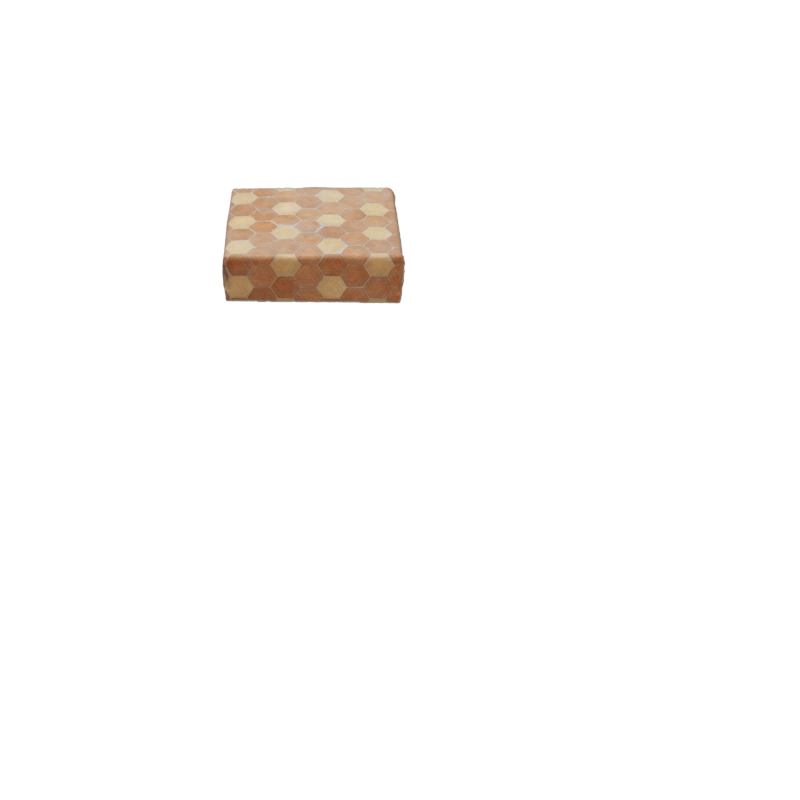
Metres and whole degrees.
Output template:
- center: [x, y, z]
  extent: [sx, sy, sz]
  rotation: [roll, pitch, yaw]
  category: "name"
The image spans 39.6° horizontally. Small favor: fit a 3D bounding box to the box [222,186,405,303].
- center: [-0.044, -0.081, 0.568]
  extent: [0.089, 0.028, 0.078]
  rotation: [-1, 35, -2]
  category: "box"
